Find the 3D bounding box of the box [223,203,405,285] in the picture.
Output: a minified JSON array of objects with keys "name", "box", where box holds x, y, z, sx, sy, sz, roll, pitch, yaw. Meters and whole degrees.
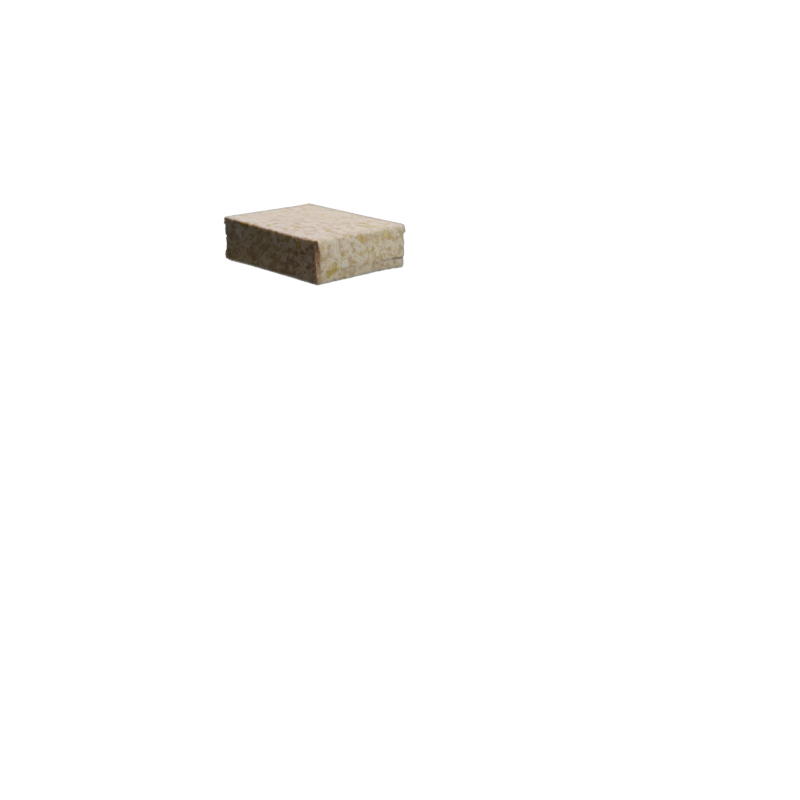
[{"name":"box","box":[-0.066,-0.121,0.847,0.088,0.038,0.120,-16,23,-41]}]
